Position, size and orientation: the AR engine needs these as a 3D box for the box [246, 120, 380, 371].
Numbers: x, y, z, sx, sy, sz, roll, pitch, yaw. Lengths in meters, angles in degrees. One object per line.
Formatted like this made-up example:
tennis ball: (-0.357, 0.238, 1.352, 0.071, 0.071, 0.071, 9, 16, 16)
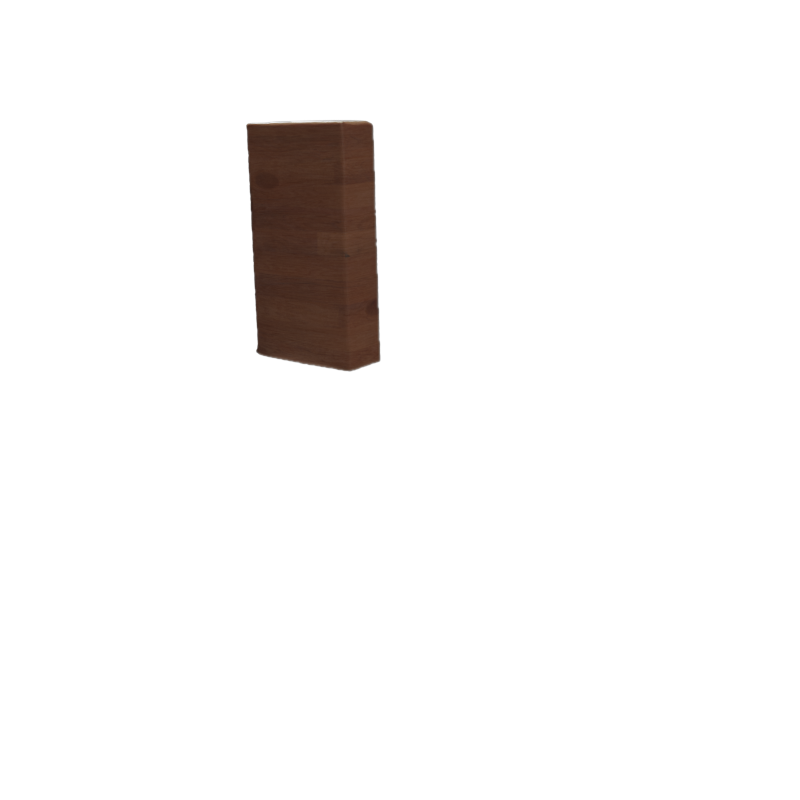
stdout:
box: (-0.063, -0.116, 0.809, 0.098, 0.174, 0.047, 6, 9, 38)
